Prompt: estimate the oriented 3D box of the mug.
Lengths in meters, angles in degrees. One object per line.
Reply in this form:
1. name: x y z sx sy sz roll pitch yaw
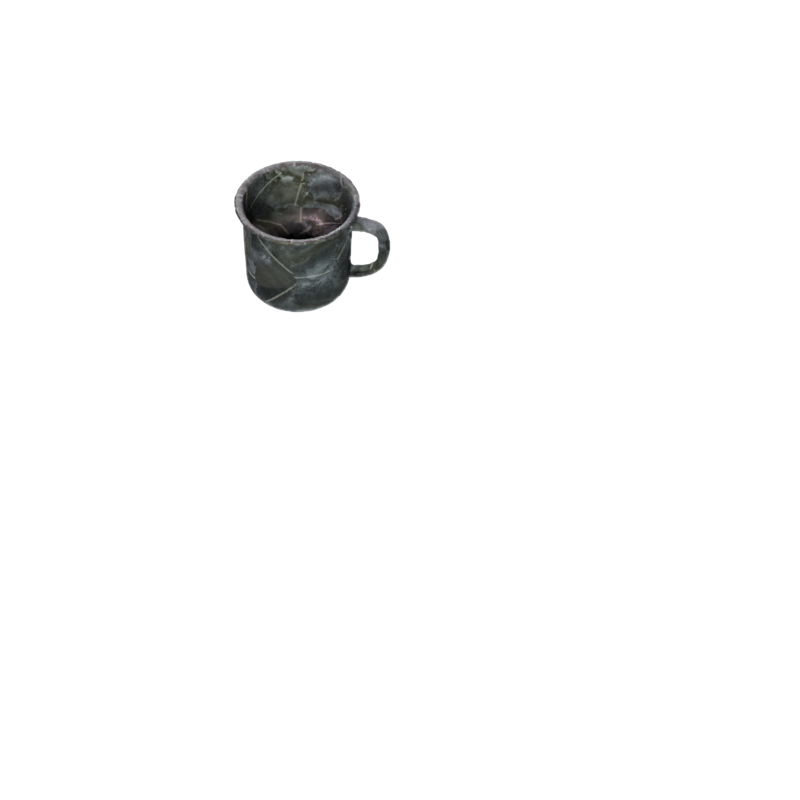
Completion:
1. mug: -0.066 -0.120 0.842 0.118 0.099 0.076 6 -43 4
